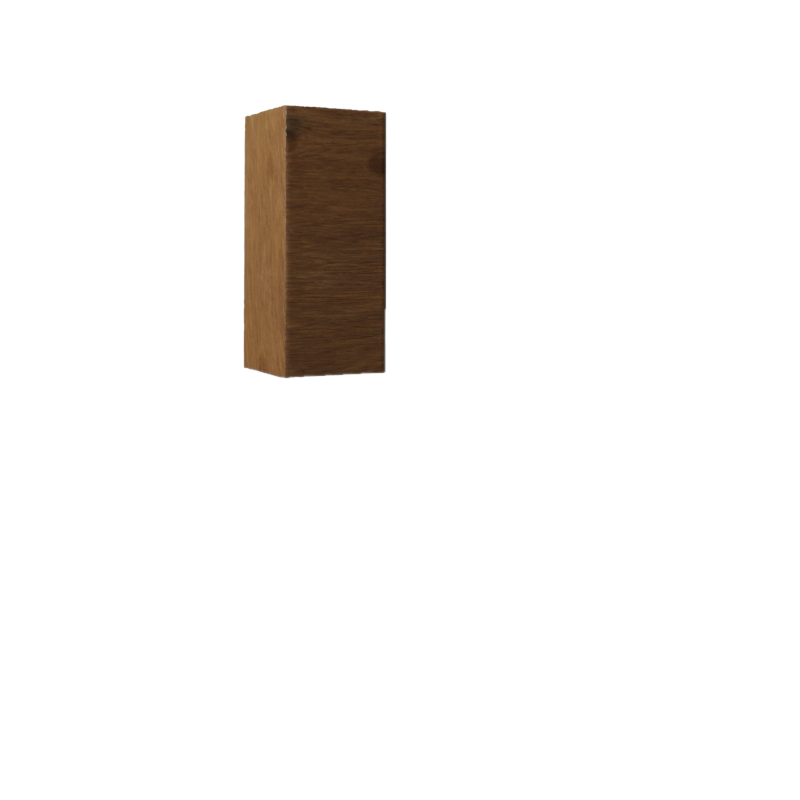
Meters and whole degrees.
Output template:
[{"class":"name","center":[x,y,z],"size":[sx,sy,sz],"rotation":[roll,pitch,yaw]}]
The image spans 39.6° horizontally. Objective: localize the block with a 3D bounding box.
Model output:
[{"class":"block","center":[-0.070,-0.127,0.892],"size":[0.088,0.206,0.093],"rotation":[0,1,-27]}]
